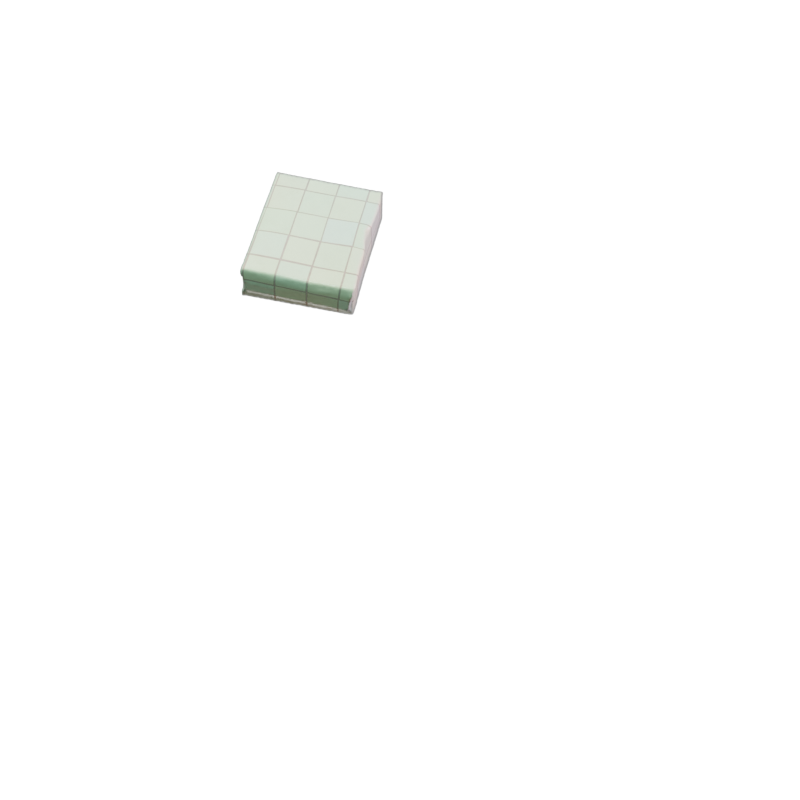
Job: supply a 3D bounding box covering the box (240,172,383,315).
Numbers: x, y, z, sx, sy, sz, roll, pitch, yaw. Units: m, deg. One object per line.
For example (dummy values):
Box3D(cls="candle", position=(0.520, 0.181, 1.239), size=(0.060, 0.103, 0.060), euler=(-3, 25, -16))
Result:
Box3D(cls="box", position=(-0.056, -0.101, 0.710), size=(0.074, 0.094, 0.028), euler=(10, -37, 7))
